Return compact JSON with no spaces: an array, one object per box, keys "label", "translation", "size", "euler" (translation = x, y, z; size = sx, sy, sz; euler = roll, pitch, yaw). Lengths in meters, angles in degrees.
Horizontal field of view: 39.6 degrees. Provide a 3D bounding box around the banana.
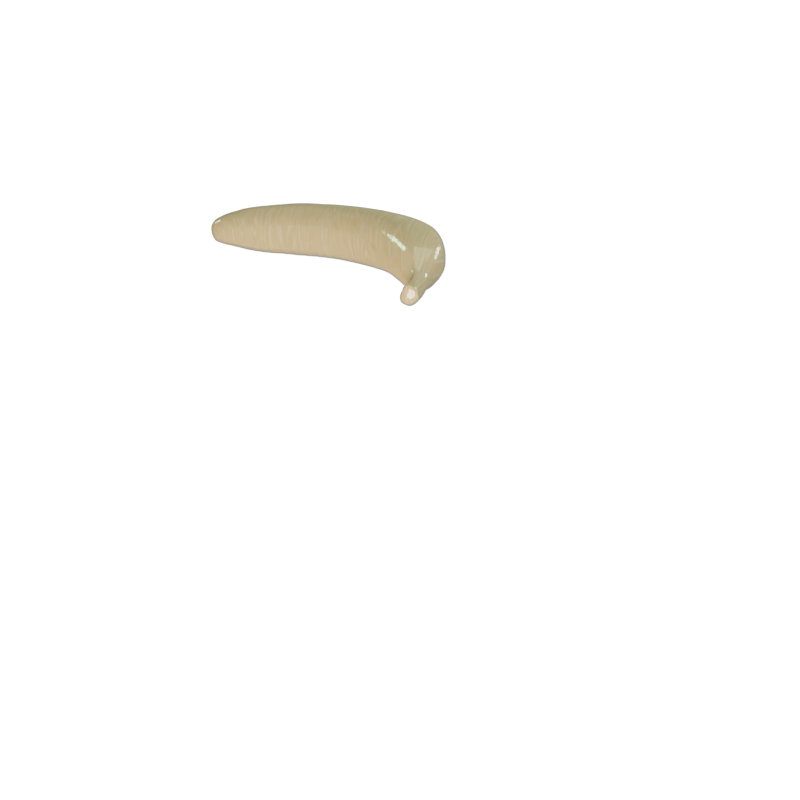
[{"label":"banana","translation":[-0.037,-0.100,0.687],"size":[0.068,0.035,0.210],"euler":[-14,24,-38]}]
